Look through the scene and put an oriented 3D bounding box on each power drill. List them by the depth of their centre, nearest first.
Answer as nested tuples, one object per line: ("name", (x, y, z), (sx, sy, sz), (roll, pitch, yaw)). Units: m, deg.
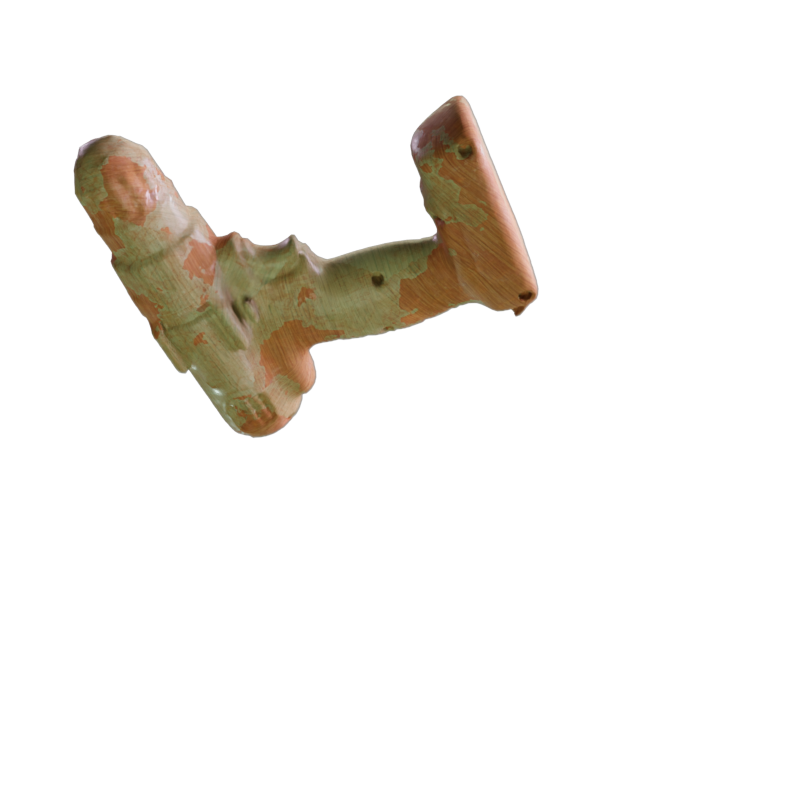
("power drill", (-0.042, -0.076, 0.536), (0.189, 0.171, 0.061), (-19, 36, 14))
